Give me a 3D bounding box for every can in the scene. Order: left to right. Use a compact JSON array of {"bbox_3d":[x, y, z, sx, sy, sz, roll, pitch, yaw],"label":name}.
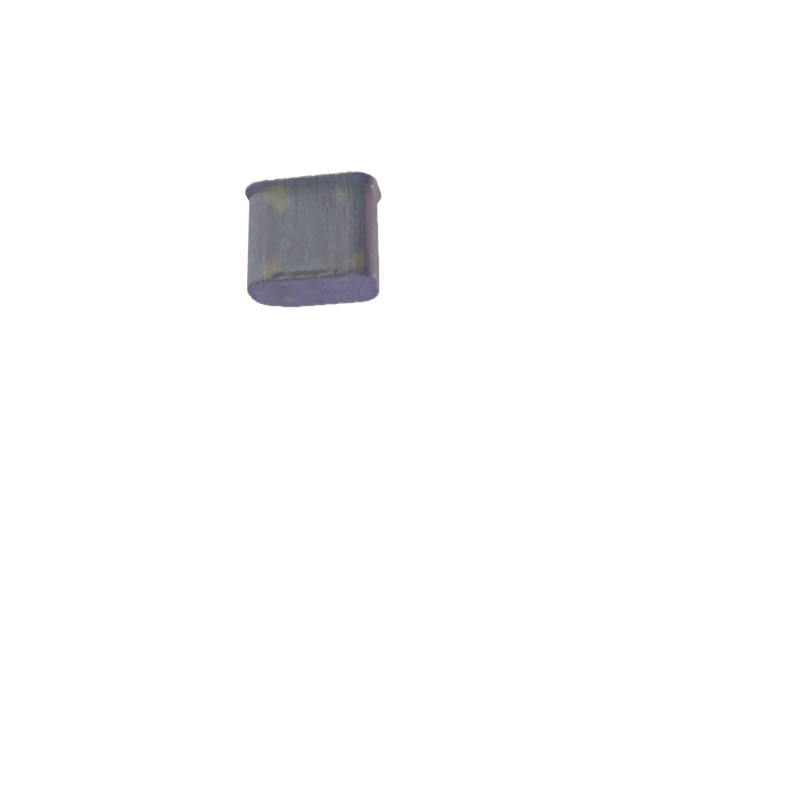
[{"bbox_3d":[-0.065,-0.119,0.830,0.103,0.088,0.054,-4,-23,10],"label":"can"}]
